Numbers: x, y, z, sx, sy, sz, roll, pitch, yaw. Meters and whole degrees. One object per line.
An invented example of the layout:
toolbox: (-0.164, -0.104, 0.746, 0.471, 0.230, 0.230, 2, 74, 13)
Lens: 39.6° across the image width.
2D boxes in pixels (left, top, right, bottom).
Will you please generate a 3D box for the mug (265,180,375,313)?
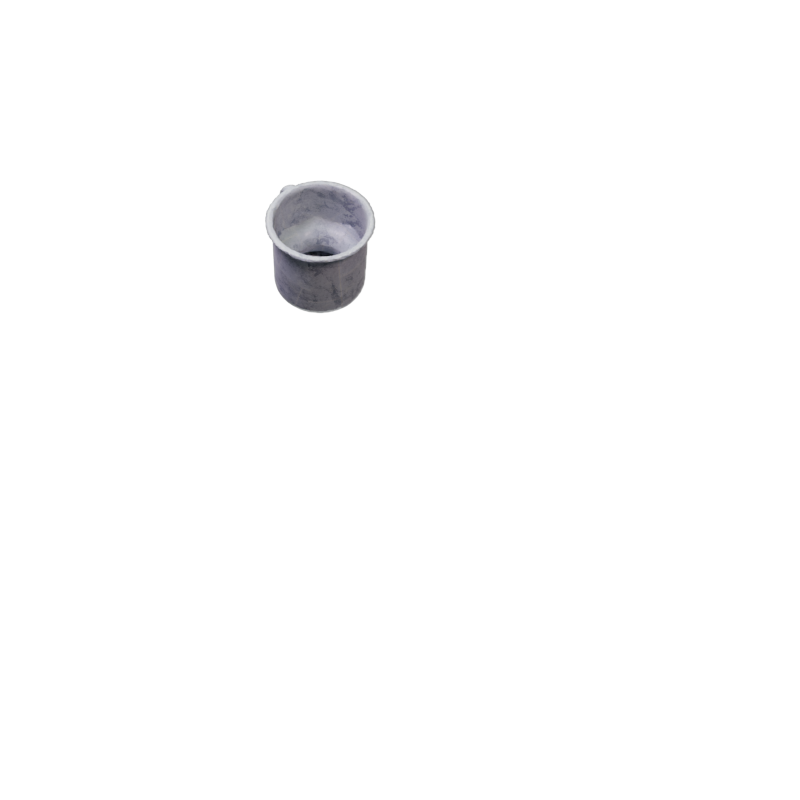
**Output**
mug: (-0.076, -0.139, 0.972, 0.093, 0.126, 0.076, -24, -34, -19)
